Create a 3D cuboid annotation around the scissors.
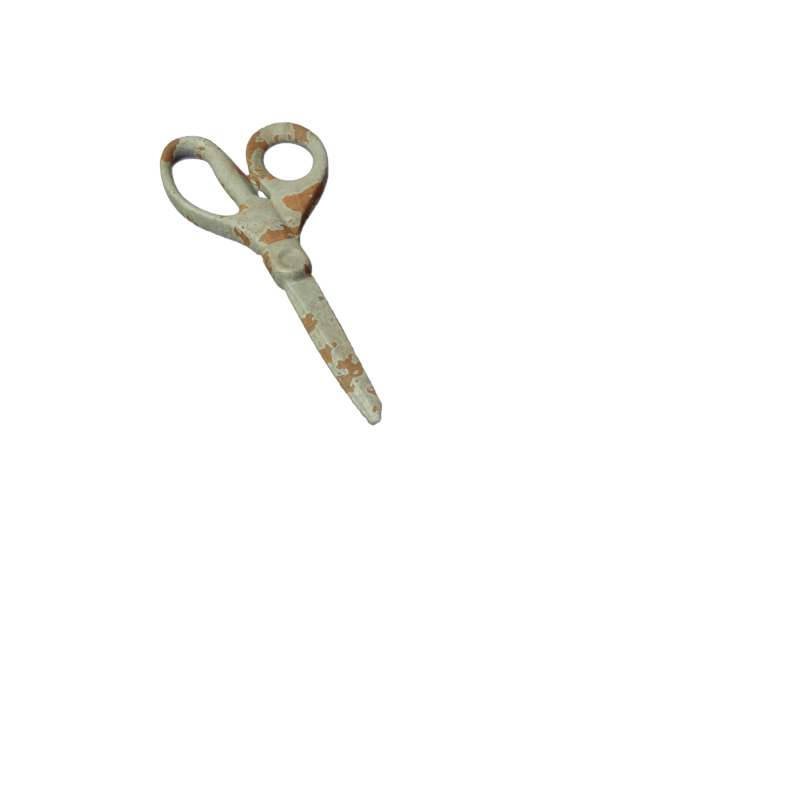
[{"bbox_3d":[-0.043,-0.078,0.547,0.096,0.015,0.216,-32,57,-24],"label":"scissors"}]
